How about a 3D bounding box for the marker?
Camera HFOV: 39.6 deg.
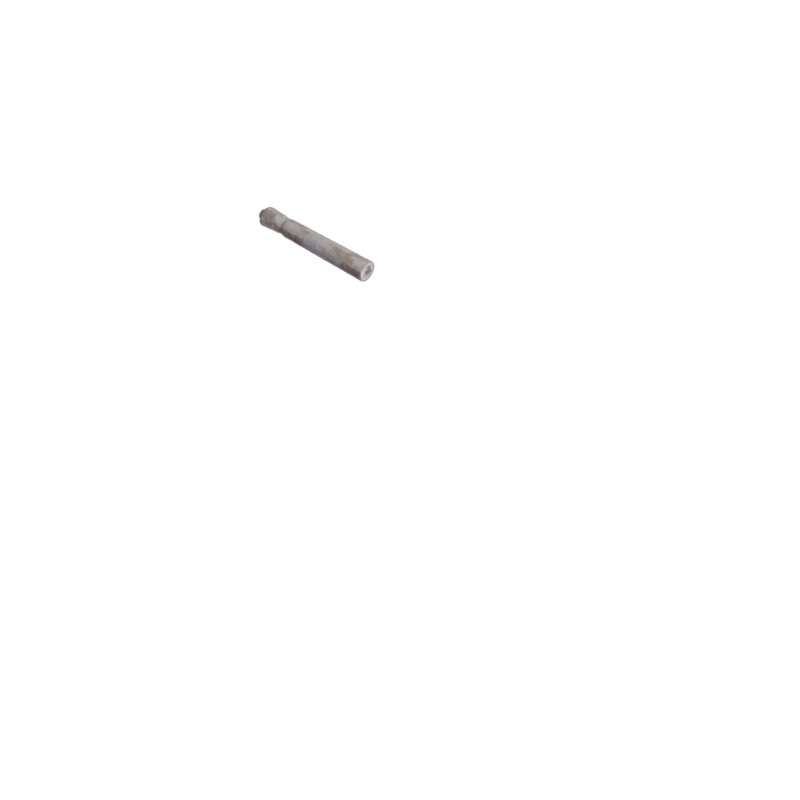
[{"bbox_3d":[-0.074,-0.136,0.949,0.128,0.019,0.019,32,20,29],"label":"marker"}]
